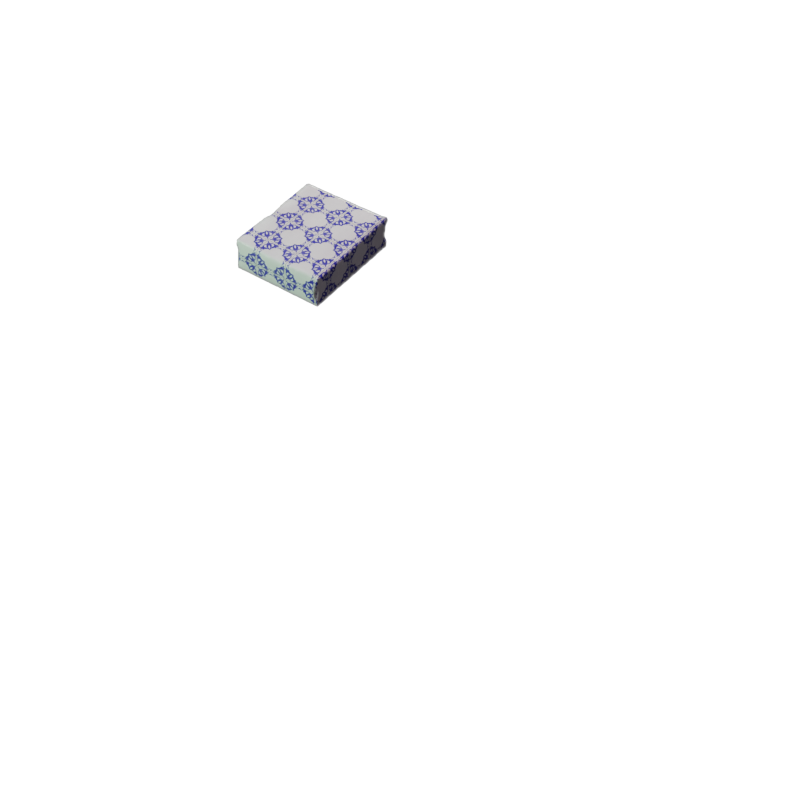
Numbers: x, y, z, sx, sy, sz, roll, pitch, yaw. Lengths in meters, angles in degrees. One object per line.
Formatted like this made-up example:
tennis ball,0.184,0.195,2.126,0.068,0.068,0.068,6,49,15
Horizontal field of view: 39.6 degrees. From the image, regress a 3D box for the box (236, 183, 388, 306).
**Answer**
box,-0.063,-0.115,0.802,0.077,0.028,0.091,26,49,24
